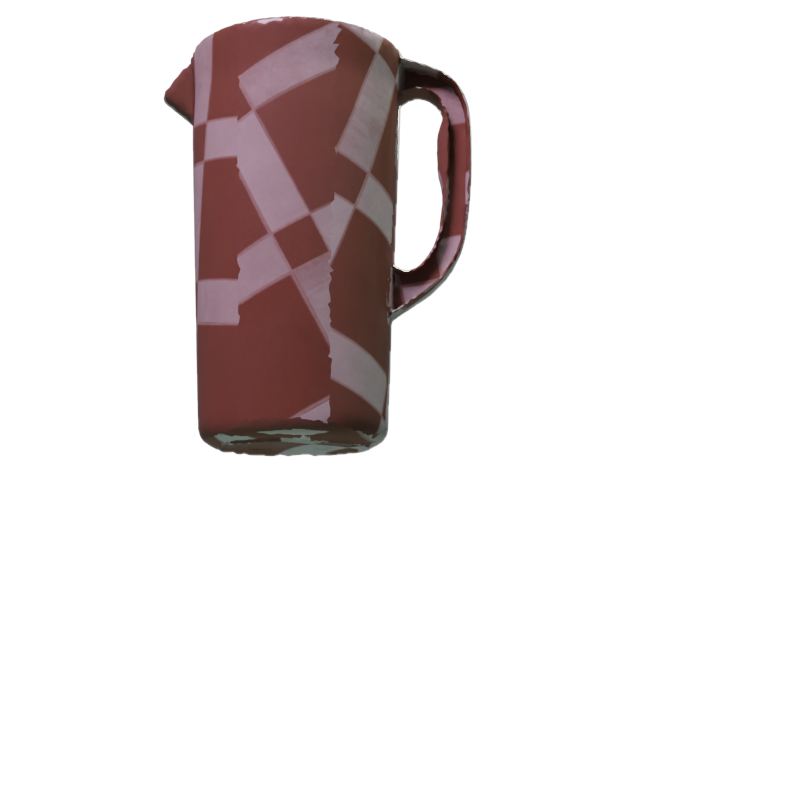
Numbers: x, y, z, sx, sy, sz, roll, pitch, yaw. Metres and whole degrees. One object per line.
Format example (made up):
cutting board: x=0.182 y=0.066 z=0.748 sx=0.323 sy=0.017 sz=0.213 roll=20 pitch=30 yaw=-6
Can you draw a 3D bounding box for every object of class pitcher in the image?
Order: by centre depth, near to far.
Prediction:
pitcher: x=-0.051 y=-0.094 z=0.657 sx=0.138 sy=0.252 sz=0.152 roll=11 pitch=-18 yaw=-40
